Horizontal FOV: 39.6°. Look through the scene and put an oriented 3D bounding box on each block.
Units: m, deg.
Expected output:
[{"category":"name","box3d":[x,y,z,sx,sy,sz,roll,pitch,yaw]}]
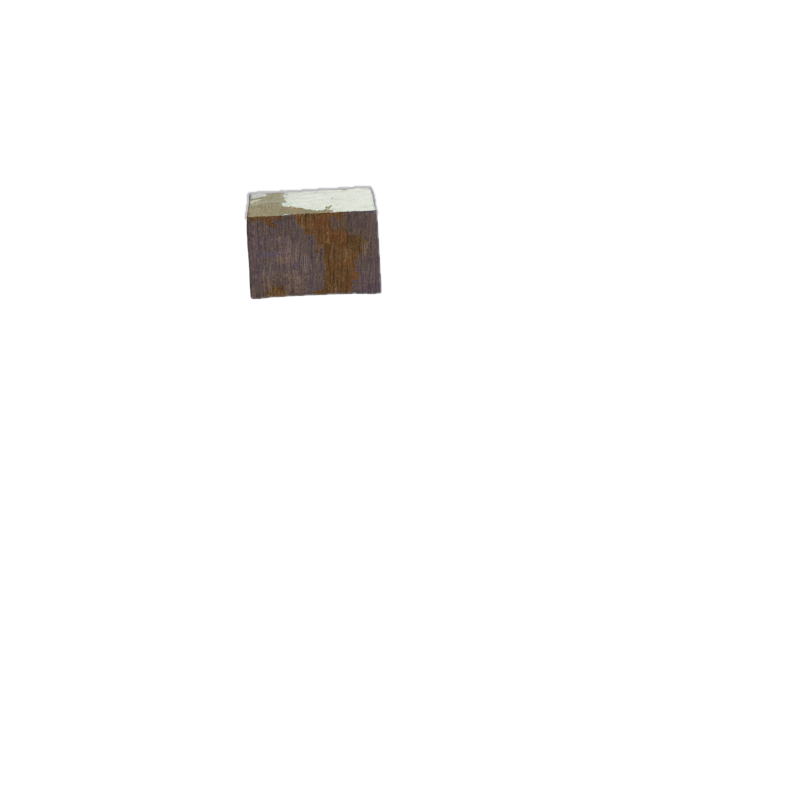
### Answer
[{"category":"block","box3d":[-0.052,-0.094,0.660,0.078,0.050,0.054,-2,22,-1]}]
